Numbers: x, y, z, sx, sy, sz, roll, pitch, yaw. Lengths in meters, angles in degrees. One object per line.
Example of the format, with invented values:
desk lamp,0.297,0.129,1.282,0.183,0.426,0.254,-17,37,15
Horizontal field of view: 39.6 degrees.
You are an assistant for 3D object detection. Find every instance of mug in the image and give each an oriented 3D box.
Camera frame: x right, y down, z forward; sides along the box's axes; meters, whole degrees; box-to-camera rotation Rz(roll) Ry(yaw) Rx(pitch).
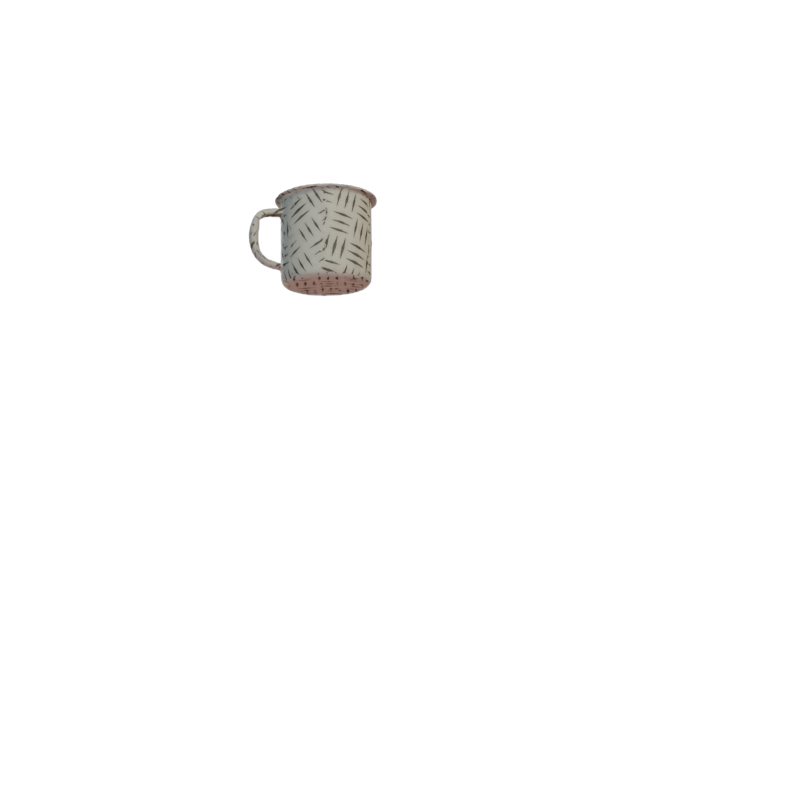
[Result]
mug,-0.078,-0.142,0.997,0.114,0.084,0.092,3,-13,-17
